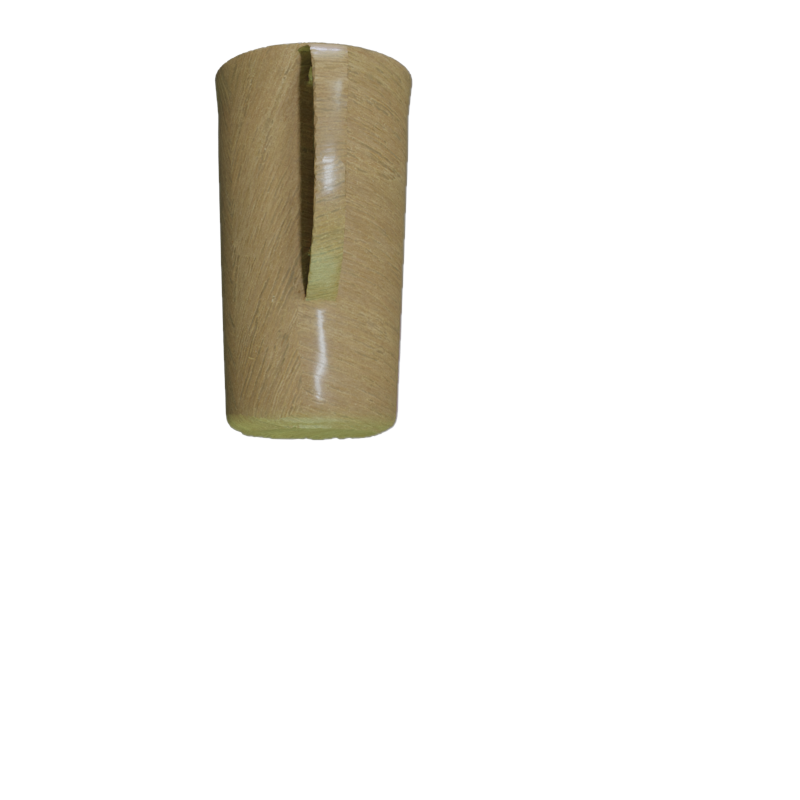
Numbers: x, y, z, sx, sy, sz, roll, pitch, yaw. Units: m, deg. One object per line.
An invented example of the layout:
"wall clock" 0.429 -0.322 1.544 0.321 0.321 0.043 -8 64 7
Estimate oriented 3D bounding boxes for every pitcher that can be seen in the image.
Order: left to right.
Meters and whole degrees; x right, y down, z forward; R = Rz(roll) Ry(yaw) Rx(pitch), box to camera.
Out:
"pitcher" -0.056 -0.102 0.712 0.148 0.251 0.141 -9 -15 35
